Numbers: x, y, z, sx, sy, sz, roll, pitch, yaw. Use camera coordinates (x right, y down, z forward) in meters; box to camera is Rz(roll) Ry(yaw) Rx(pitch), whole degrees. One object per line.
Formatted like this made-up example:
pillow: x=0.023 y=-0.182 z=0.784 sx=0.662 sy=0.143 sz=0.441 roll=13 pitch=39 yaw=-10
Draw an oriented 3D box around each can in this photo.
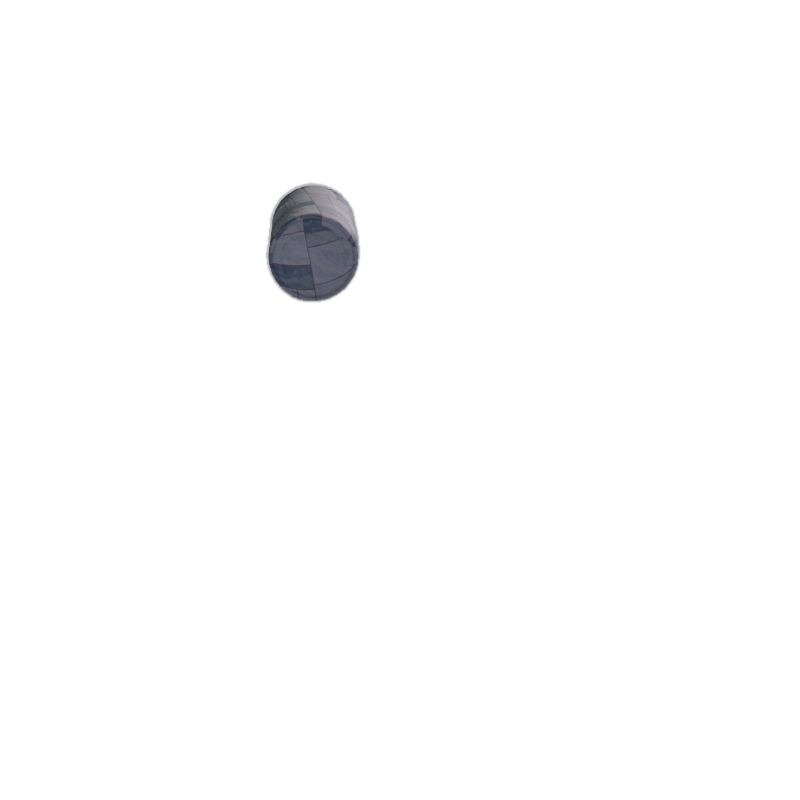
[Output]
can: x=-0.066 y=-0.121 z=0.847 sx=0.068 sy=0.066 sz=0.107 roll=0 pitch=20 yaw=-3
